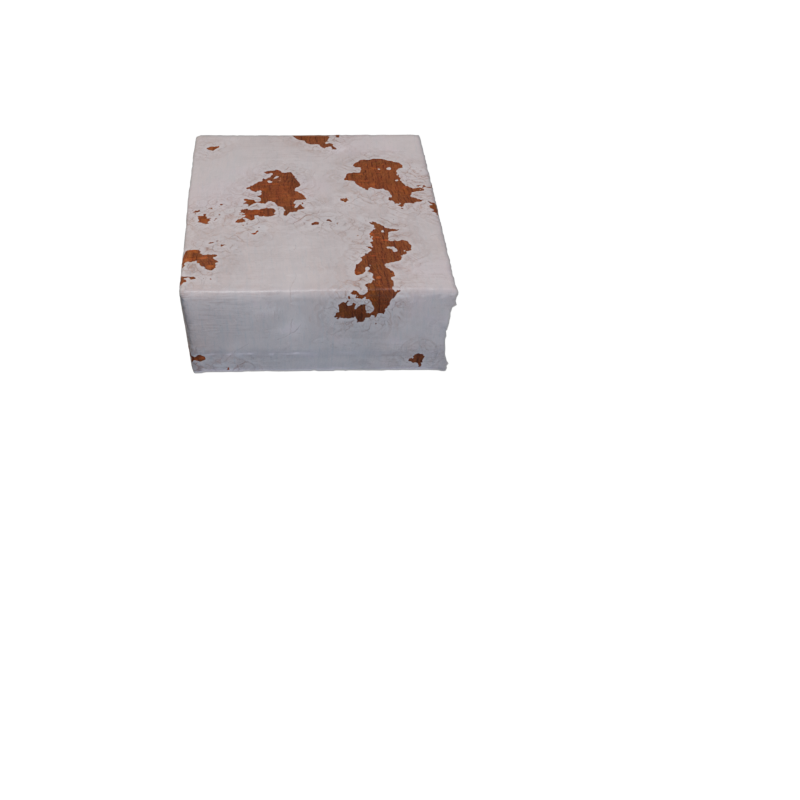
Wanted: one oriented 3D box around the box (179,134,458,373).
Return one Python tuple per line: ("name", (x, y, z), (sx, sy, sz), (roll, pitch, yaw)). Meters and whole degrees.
("box", (-0.032, -0.058, 0.405), (0.089, 0.036, 0.122), (-2, 40, -4))
